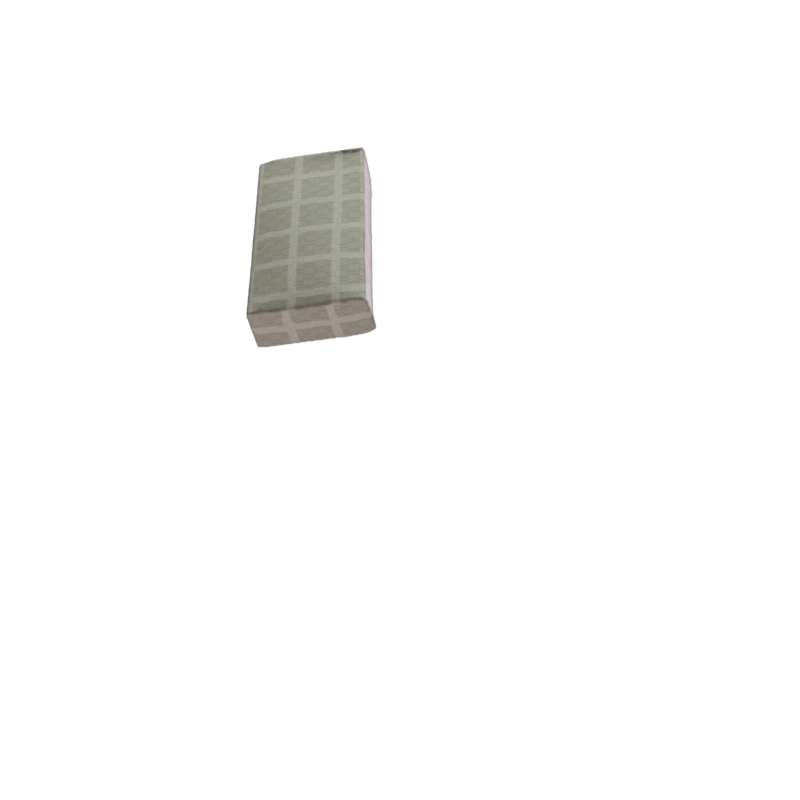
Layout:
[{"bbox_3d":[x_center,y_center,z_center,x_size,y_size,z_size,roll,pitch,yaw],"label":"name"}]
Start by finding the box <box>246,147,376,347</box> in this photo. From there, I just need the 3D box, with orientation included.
[{"bbox_3d":[-0.069,-0.126,0.881,0.094,0.189,0.044,-9,-40,7],"label":"box"}]
